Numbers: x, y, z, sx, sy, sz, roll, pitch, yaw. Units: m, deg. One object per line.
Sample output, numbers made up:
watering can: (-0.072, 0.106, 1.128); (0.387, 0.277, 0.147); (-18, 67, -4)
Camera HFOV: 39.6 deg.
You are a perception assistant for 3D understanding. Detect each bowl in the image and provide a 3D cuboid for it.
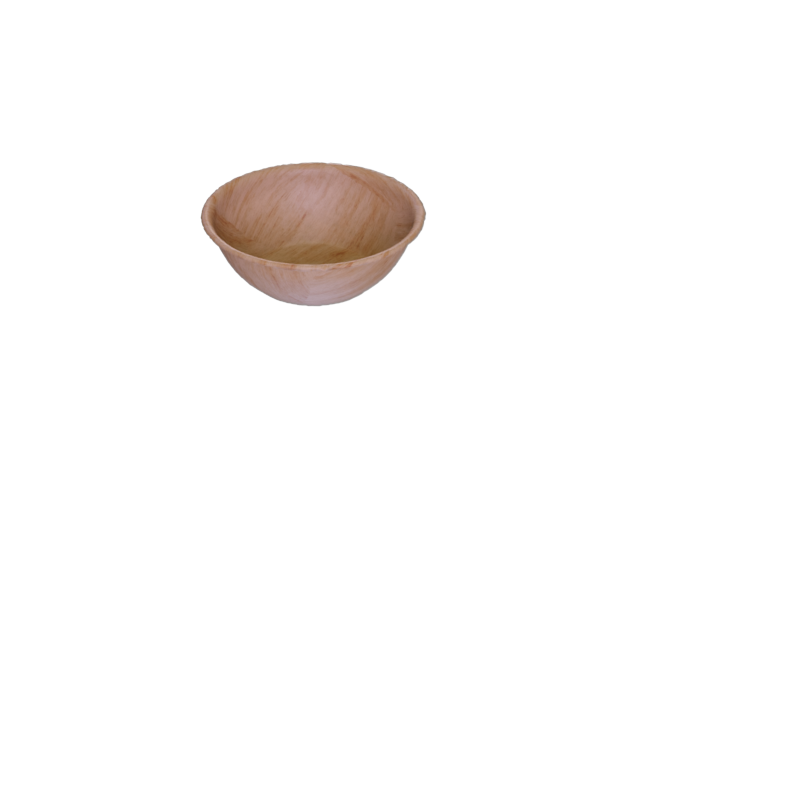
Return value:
bowl: (-0.063, -0.116, 0.810); (0.162, 0.052, 0.173); (-1, 35, -2)
